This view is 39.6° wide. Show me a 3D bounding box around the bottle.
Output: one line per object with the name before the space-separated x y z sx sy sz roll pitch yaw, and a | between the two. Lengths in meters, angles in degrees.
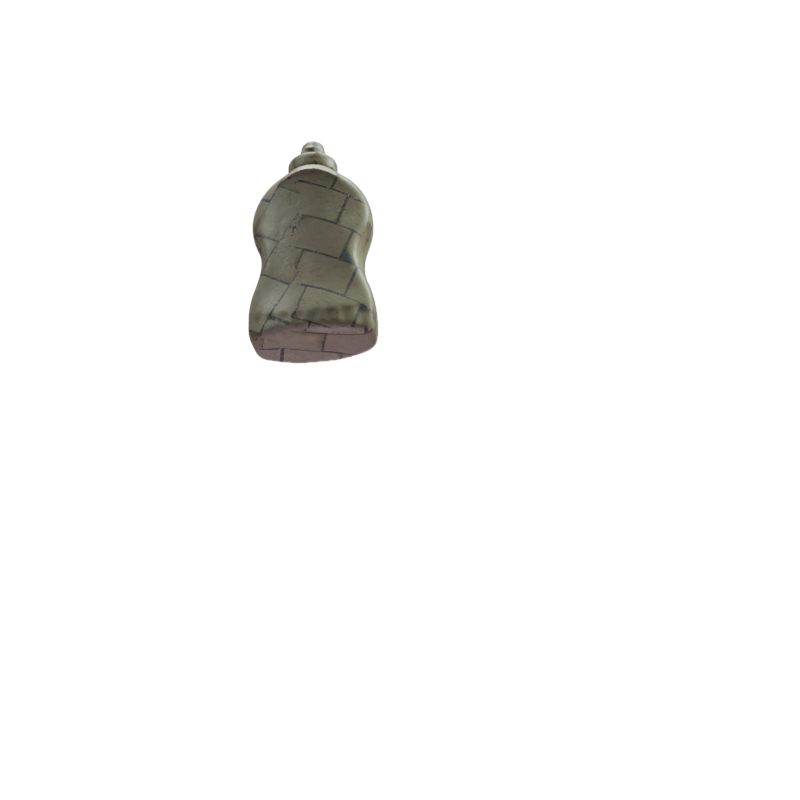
bottle | -0.069 -0.126 0.881 0.097 0.205 0.054 -7 -32 8
